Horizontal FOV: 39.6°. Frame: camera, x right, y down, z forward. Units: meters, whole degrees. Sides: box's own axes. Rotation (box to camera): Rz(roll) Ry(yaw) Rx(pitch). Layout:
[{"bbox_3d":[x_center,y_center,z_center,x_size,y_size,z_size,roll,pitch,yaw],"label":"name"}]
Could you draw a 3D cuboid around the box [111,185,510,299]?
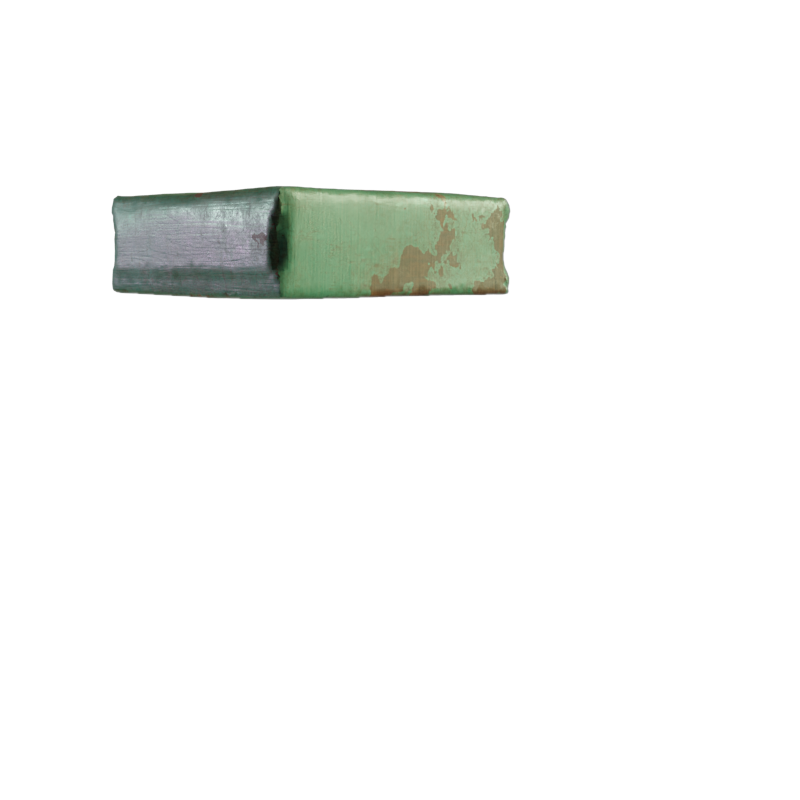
[{"bbox_3d":[-0.024,-0.044,0.312,0.086,0.030,0.076,-7,10,-44],"label":"box"}]
